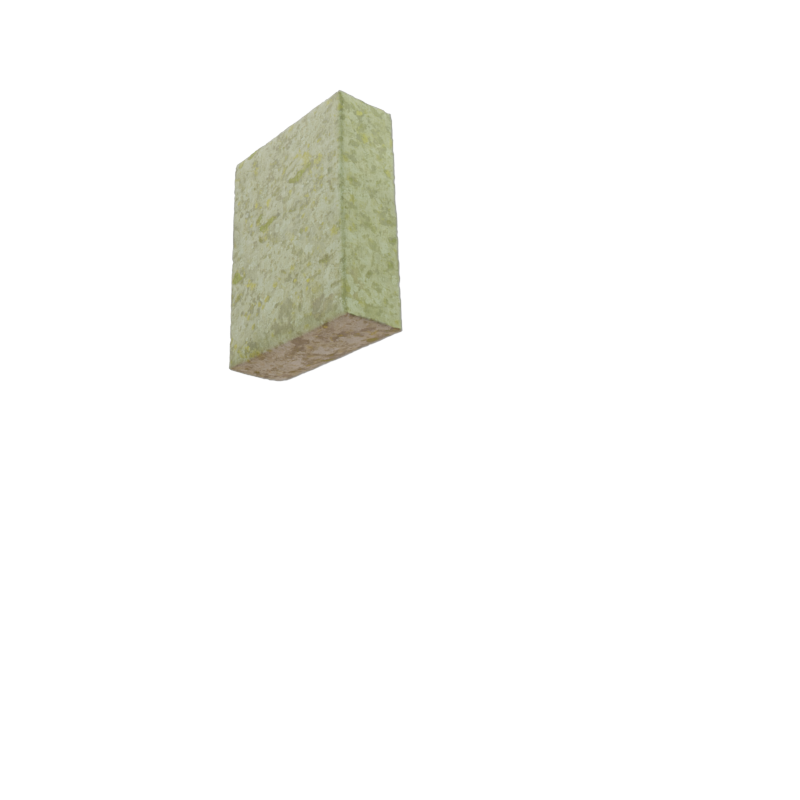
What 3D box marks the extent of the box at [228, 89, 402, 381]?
[{"bbox_3d":[-0.077,-0.141,0.986,0.068,0.226,0.164,19,-31,-37],"label":"box"}]
